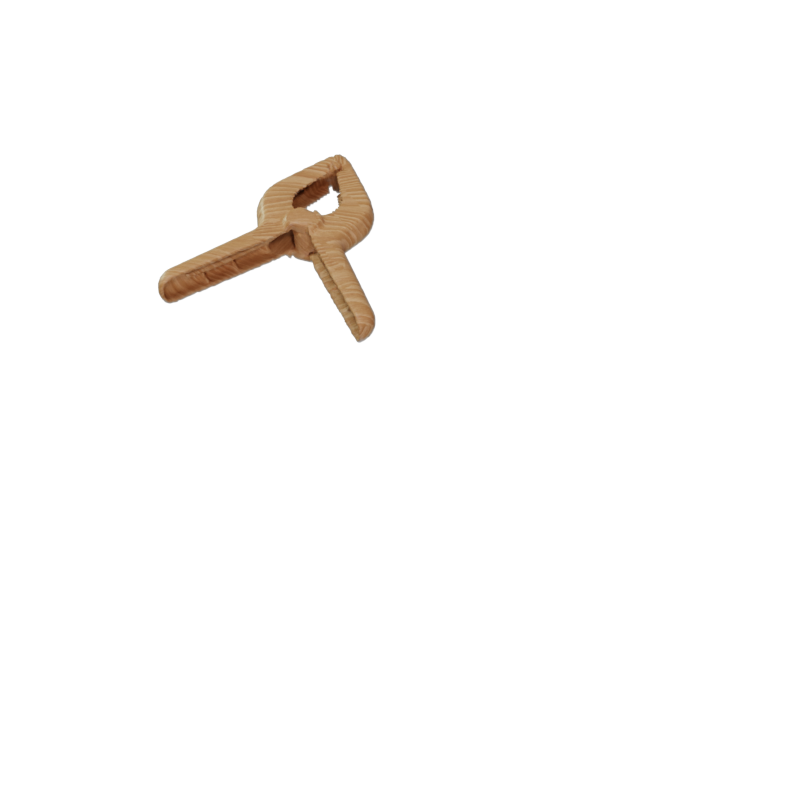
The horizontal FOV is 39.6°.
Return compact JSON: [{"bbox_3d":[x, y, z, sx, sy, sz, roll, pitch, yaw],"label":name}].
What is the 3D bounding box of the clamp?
[{"bbox_3d":[-0.068,-0.123,0.863,0.170,0.034,0.218,16,44,17],"label":"clamp"}]
